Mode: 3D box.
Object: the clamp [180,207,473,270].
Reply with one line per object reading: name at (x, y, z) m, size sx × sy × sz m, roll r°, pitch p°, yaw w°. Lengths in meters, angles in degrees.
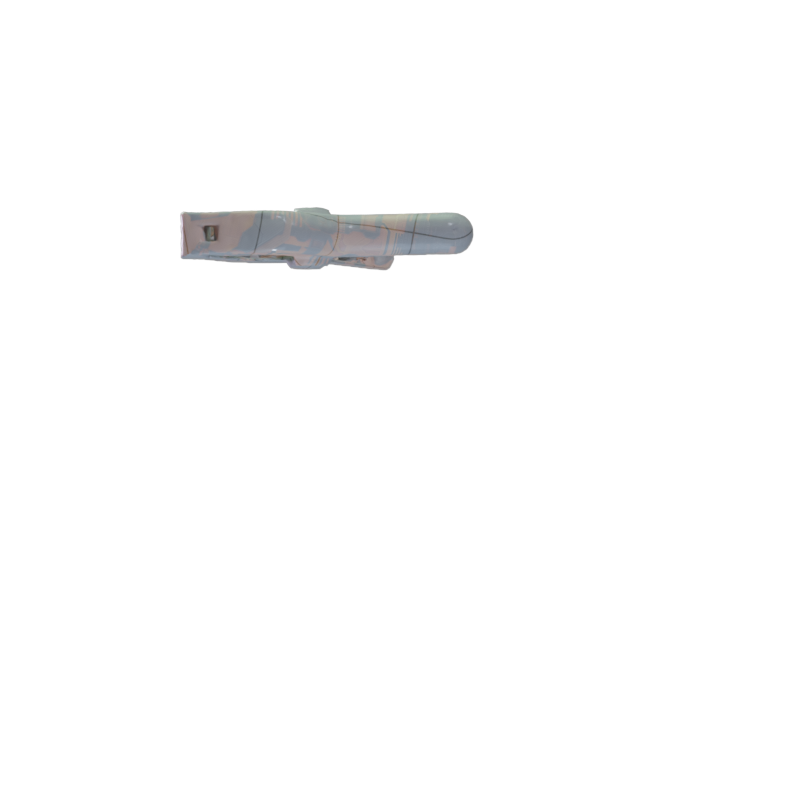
clamp at (-0.054, -0.098, 0.689) m, size 0.168 × 0.040 × 0.120 m, roll 2°, pitch -6°, yaw -15°
